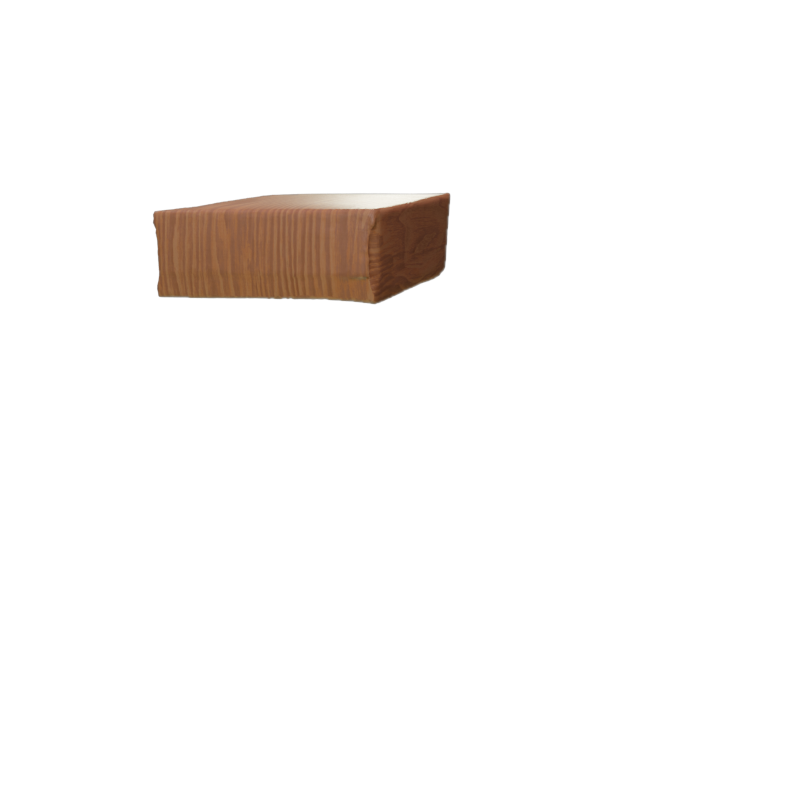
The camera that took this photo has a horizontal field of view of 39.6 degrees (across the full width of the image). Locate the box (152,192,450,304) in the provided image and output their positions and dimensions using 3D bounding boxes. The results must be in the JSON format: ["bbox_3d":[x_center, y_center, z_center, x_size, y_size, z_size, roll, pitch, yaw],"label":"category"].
[{"bbox_3d":[-0.035,-0.065,0.455,0.092,0.038,0.113,3,11,18],"label":"box"}]
